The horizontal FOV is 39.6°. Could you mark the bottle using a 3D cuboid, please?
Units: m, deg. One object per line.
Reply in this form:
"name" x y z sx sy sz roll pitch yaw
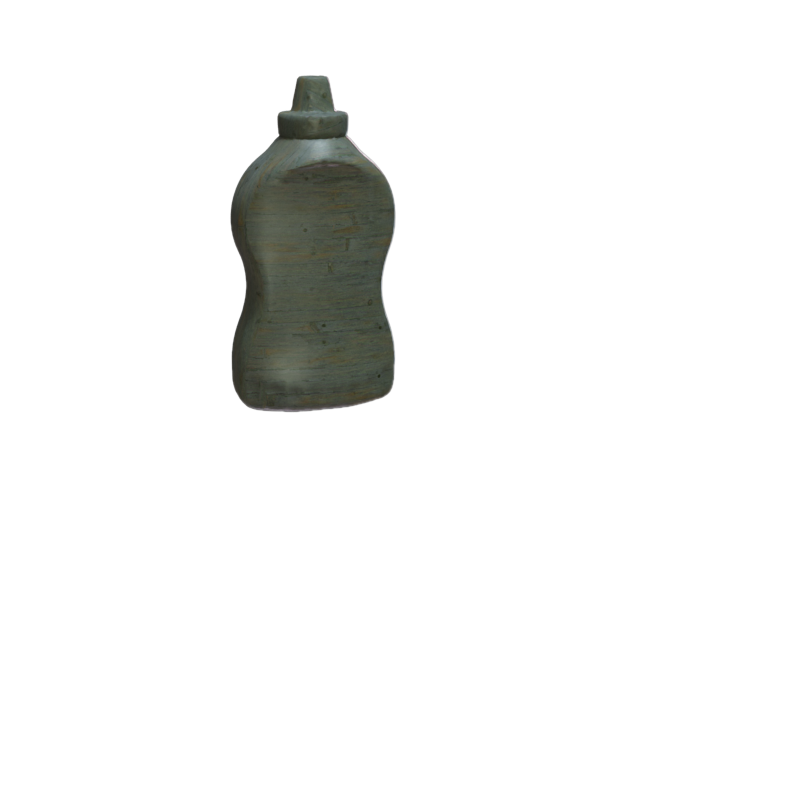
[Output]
"bottle" -0.051 -0.093 0.649 0.094 0.186 0.061 -3 14 -15
